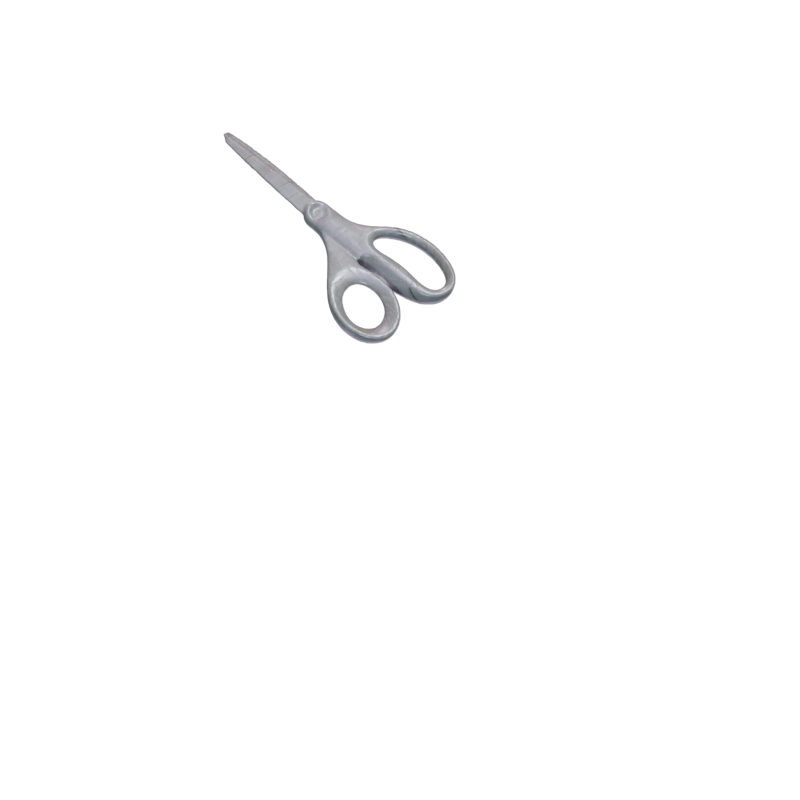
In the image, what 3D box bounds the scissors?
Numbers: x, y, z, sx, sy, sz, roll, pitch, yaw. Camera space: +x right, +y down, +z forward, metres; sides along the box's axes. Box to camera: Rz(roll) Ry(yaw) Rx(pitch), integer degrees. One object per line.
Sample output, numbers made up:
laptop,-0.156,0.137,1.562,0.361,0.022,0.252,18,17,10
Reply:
scissors,-0.060,-0.110,0.770,0.208,0.099,0.015,27,-23,13
